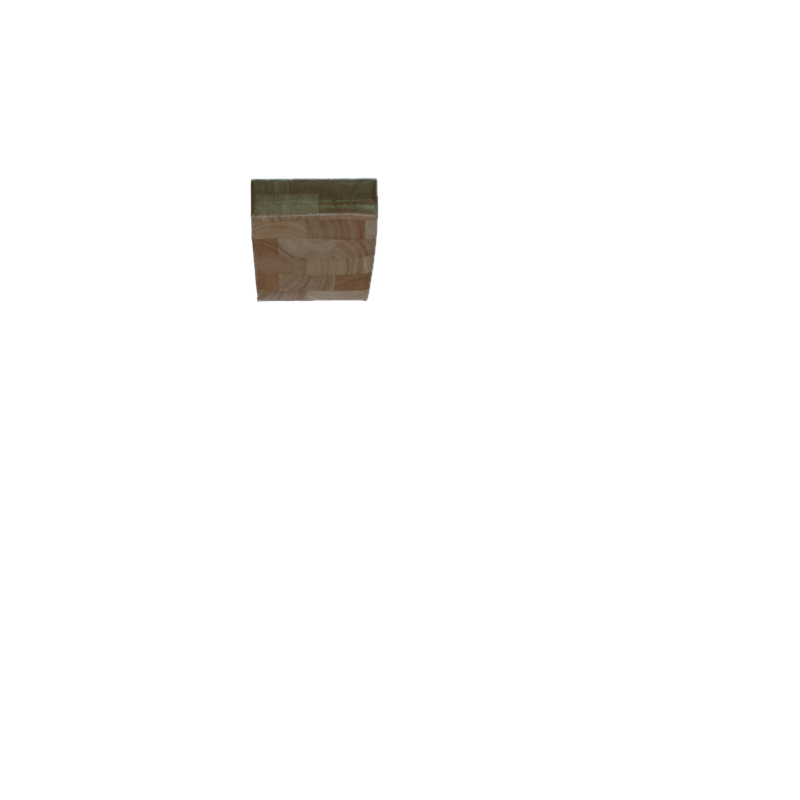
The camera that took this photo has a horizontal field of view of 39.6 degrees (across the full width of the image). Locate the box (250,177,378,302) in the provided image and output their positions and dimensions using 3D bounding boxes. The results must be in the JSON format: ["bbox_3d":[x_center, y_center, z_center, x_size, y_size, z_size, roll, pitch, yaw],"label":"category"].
[{"bbox_3d":[-0.063,-0.116,0.812,0.090,0.042,0.106,1,-33,-3],"label":"box"}]
